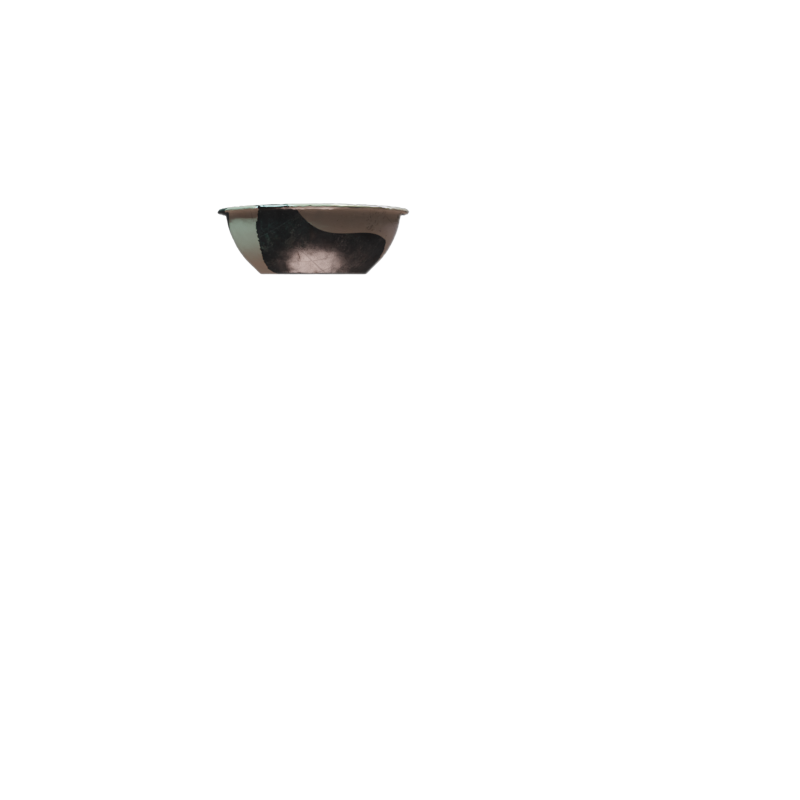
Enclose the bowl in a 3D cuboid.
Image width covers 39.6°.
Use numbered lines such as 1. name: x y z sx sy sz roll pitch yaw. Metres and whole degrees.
1. bowl: -0.073 -0.134 0.937 0.162 0.055 0.163 0 6 -2
